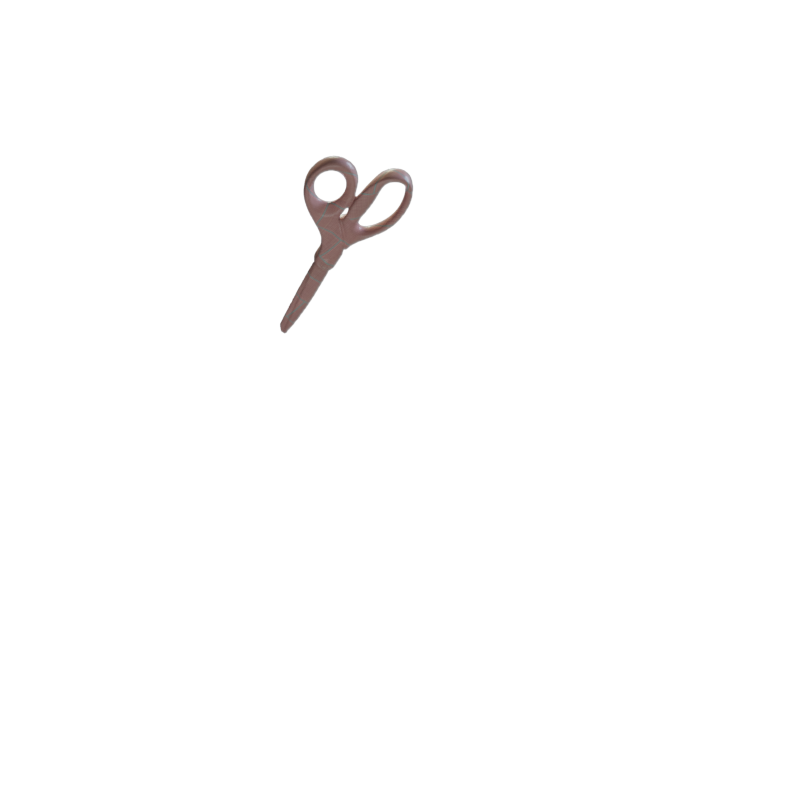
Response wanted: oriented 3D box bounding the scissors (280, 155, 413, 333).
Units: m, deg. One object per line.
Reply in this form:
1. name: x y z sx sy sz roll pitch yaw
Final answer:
1. scissors: -0.073 -0.133 0.932 0.091 0.017 0.199 33 -55 -28
